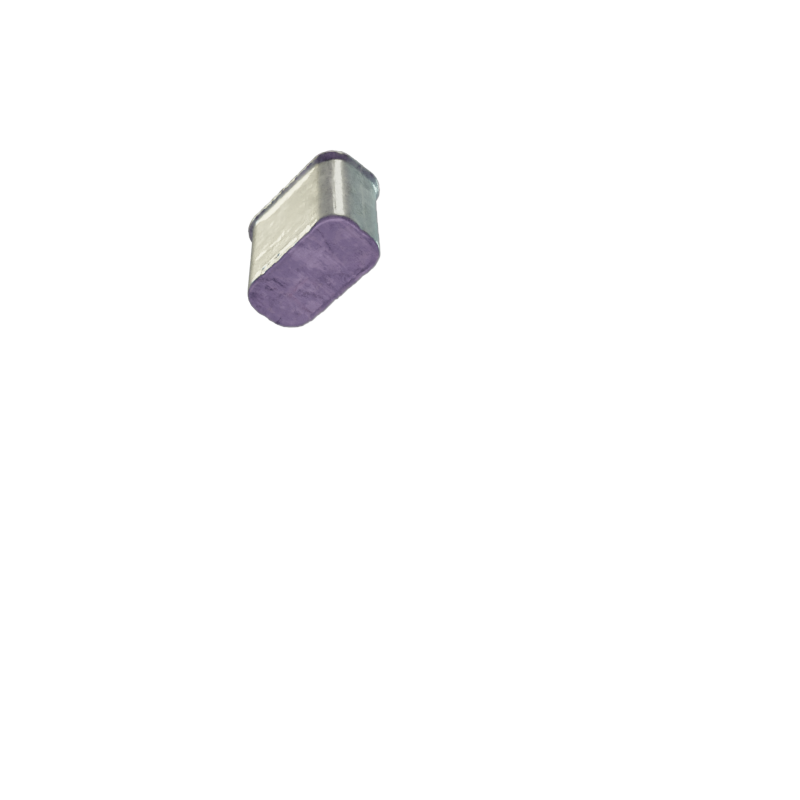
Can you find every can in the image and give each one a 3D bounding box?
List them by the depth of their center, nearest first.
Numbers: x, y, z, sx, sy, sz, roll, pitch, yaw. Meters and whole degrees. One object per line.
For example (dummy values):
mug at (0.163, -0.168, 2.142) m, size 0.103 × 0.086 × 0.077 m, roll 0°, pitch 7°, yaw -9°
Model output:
can at (-0.060, -0.109, 0.764) m, size 0.054 × 0.090 × 0.100 m, roll 37°, pitch -62°, yaw -27°
